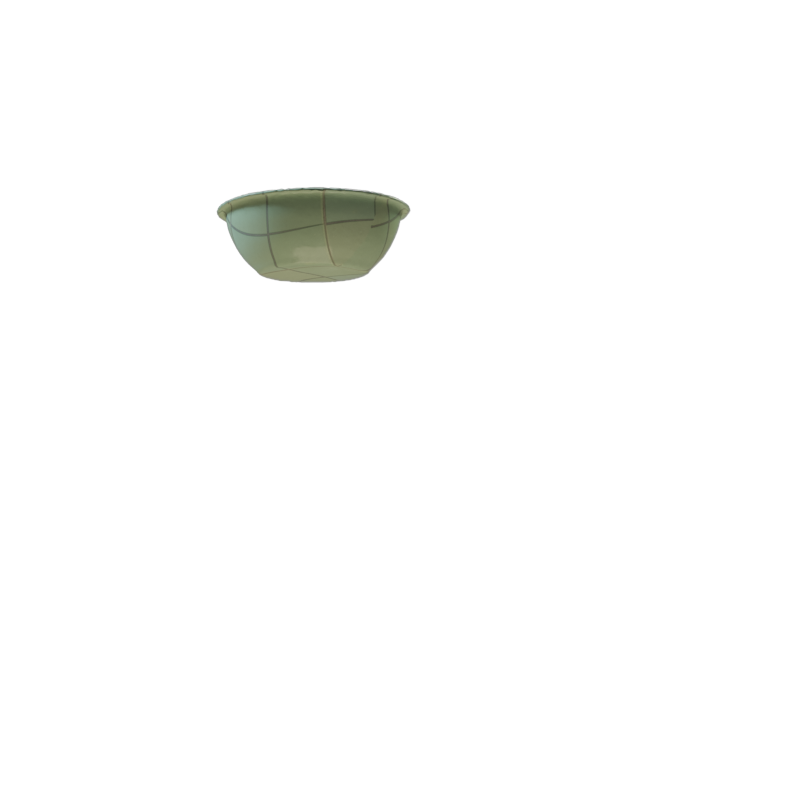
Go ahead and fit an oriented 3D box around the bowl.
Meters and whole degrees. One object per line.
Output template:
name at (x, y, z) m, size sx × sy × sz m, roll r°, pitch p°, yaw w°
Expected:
bowl at (-0.072, -0.132, 0.923) m, size 0.162 × 0.056 × 0.159 m, roll 0°, pitch -4°, yaw -2°
